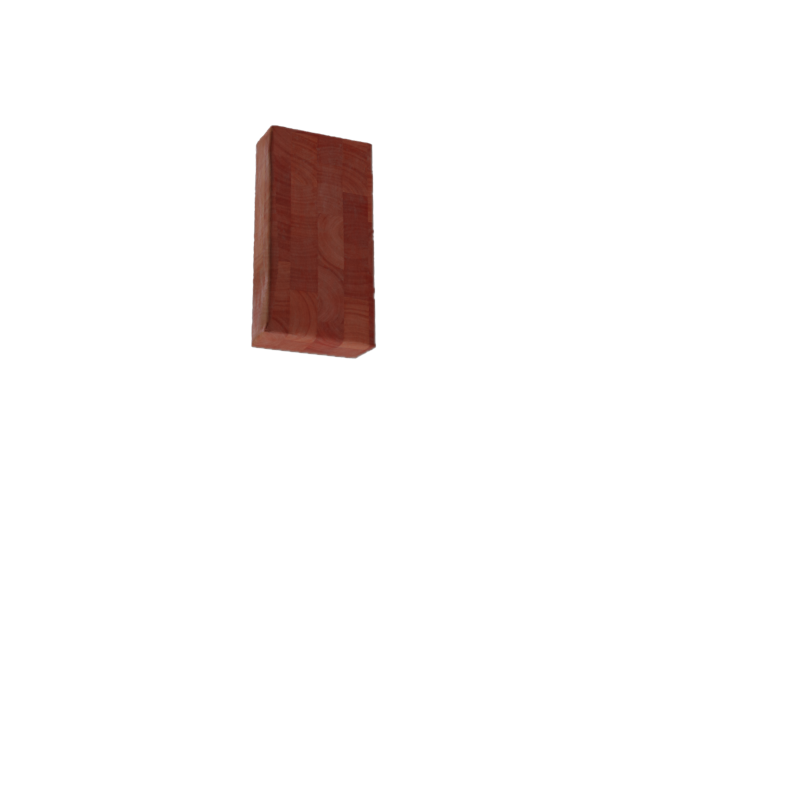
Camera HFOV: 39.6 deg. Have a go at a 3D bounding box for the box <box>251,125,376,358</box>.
[{"bbox_3d":[-0.070,-0.127,0.889,0.090,0.185,0.047,8,-23,-22],"label":"box"}]
